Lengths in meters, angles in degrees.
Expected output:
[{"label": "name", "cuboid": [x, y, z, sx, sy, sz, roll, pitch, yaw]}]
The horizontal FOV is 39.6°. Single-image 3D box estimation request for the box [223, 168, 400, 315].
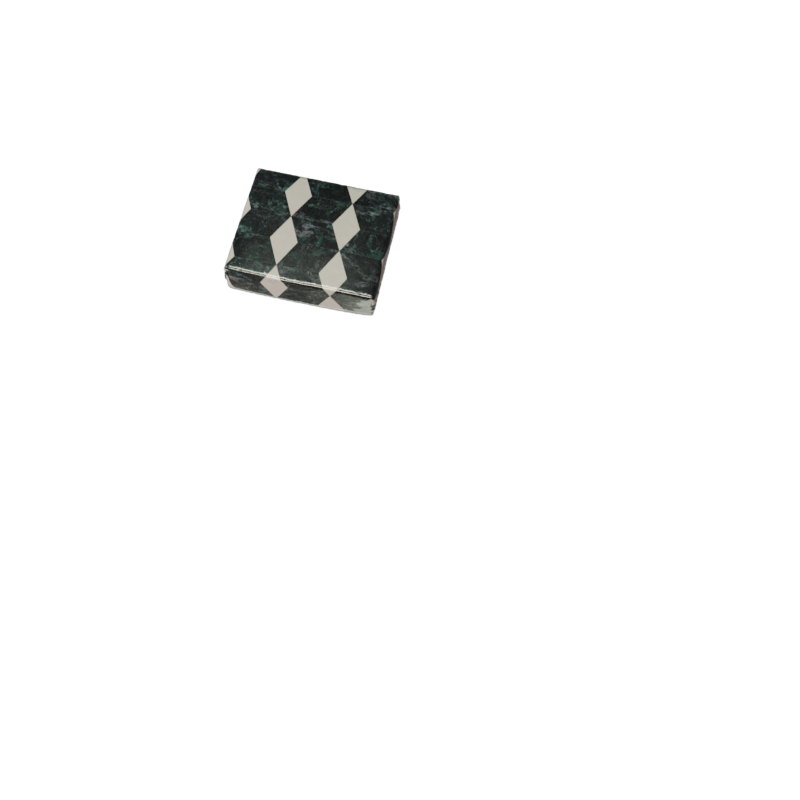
[{"label": "box", "cuboid": [-0.064, -0.117, 0.819, 0.115, 0.094, 0.037, 12, -27, 6]}]
